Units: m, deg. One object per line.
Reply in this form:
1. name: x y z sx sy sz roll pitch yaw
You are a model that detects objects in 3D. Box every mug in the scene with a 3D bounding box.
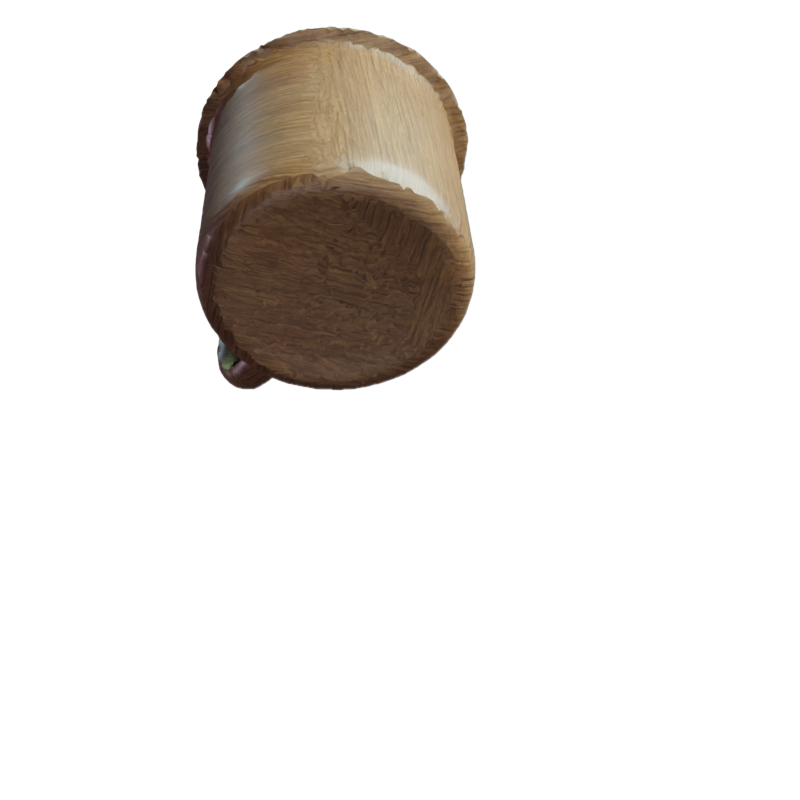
1. mug: -0.028 -0.051 0.354 0.089 0.114 0.087 27 32 -21
